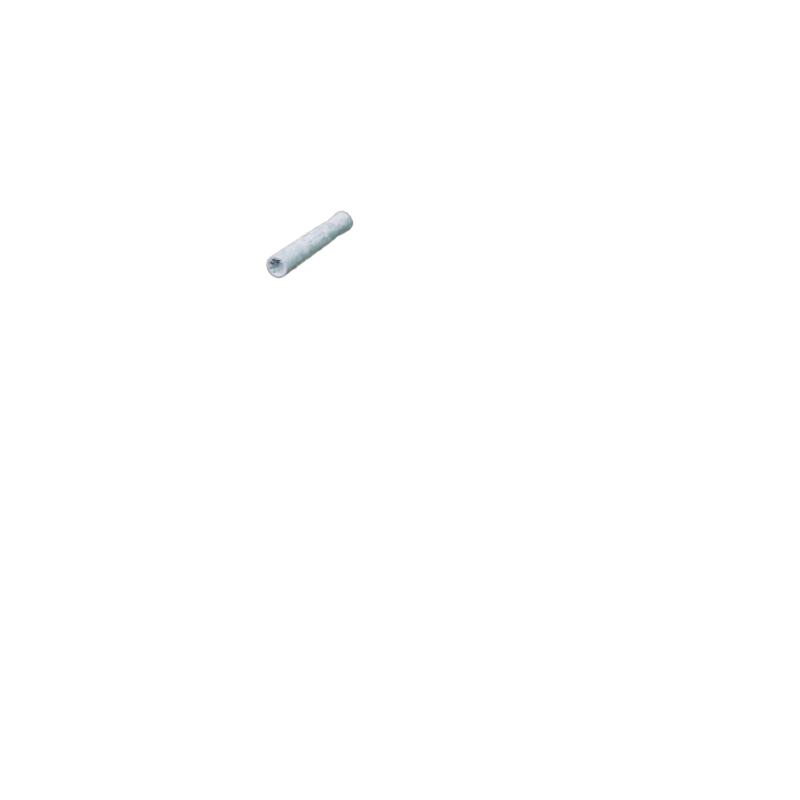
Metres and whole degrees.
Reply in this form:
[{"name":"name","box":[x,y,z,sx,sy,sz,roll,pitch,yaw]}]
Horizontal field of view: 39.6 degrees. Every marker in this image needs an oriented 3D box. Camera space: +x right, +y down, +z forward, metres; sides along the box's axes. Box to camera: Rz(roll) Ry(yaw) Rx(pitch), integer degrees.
[{"name":"marker","box":[-0.070,-0.128,0.898,0.020,0.019,0.123,1,26,26]}]
